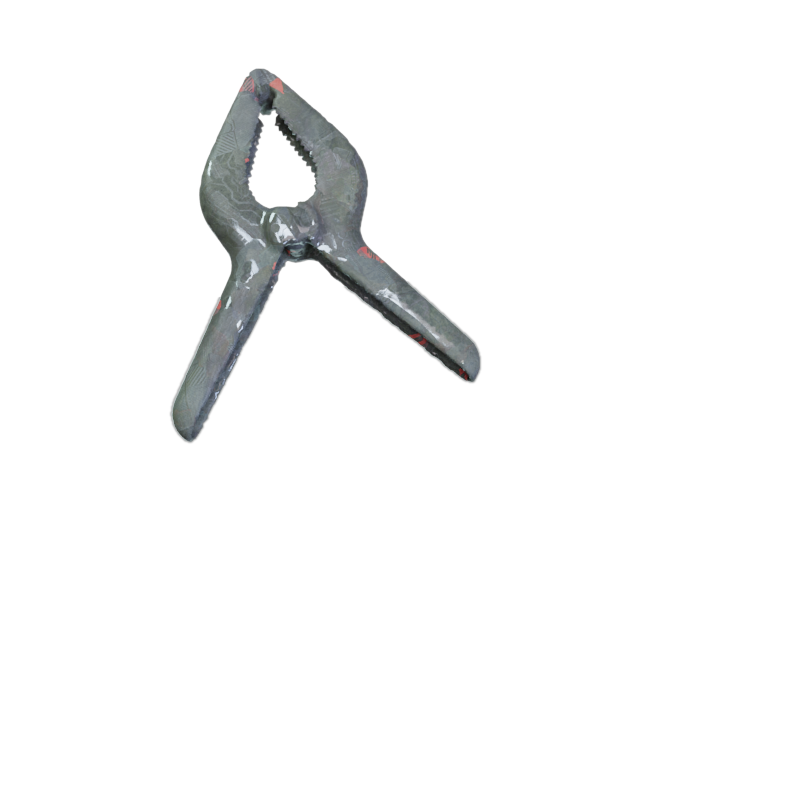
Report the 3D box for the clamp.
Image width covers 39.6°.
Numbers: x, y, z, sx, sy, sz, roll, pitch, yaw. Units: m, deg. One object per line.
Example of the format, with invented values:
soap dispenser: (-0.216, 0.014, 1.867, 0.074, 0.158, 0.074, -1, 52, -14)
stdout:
clamp: (-0.048, -0.088, 0.615, 0.164, 0.220, 0.035, -6, -20, -2)
